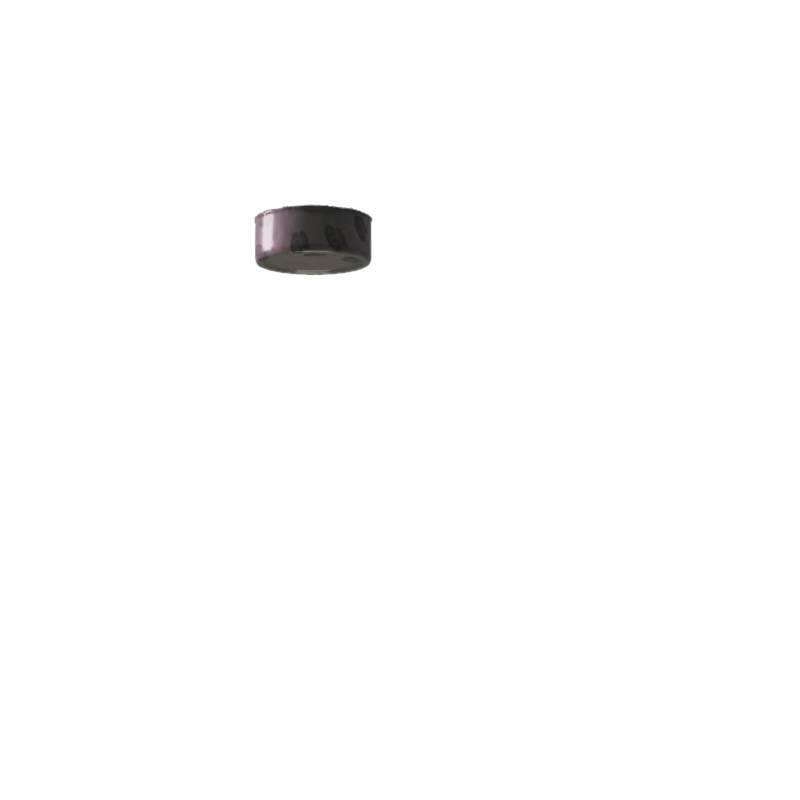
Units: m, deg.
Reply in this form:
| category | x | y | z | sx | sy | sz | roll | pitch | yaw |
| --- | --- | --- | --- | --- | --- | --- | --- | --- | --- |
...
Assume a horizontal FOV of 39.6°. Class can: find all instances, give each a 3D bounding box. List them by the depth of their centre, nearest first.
| category | x | y | z | sx | sy | sz | roll | pitch | yaw |
| --- | --- | --- | --- | --- | --- | --- | --- | --- | --- |
| can | -0.063 | -0.115 | 0.803 | 0.086 | 0.034 | 0.084 | 0 | -6 | -2 |
